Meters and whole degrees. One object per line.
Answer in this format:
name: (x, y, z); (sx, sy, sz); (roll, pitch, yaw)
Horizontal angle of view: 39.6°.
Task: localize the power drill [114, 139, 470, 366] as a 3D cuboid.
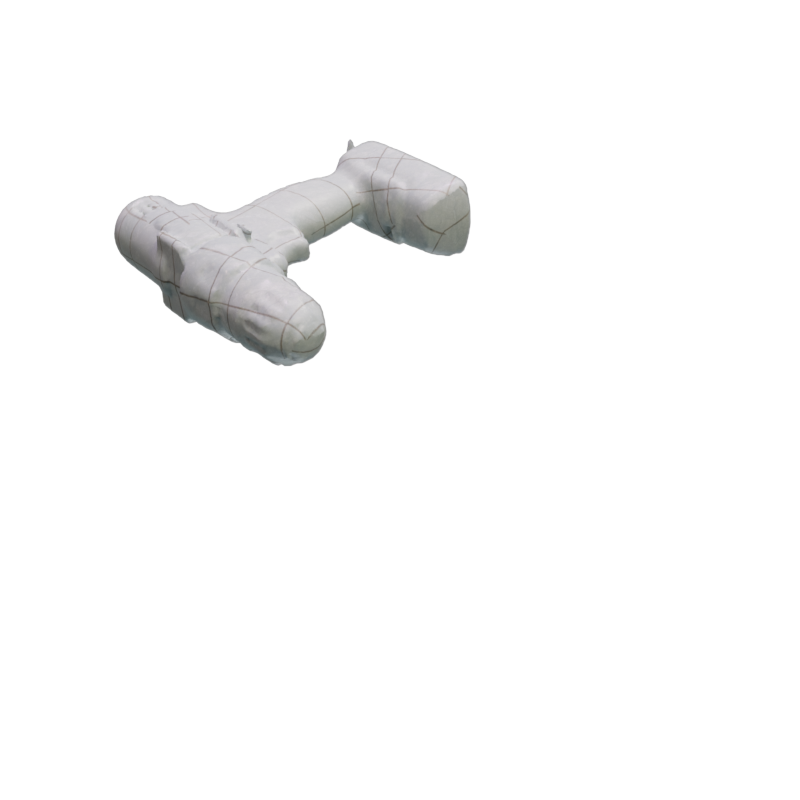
power drill: (-0.051, -0.093, 0.652); (0.185, 0.054, 0.198); (-22, 38, -31)
